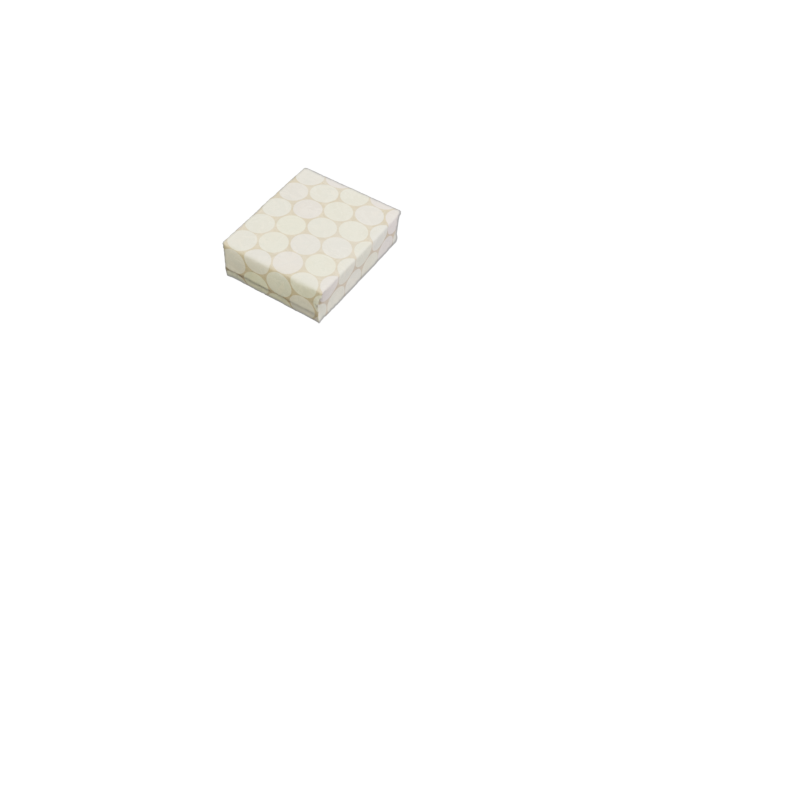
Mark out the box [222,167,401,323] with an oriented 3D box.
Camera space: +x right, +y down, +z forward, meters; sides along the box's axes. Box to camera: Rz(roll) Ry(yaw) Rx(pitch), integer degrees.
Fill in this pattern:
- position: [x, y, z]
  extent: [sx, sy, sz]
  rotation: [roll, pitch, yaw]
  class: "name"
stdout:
- position: [-0.066, -0.120, 0.842]
  extent: [0.094, 0.036, 0.116]
  rotation: [25, 53, 20]
  class: "box"
